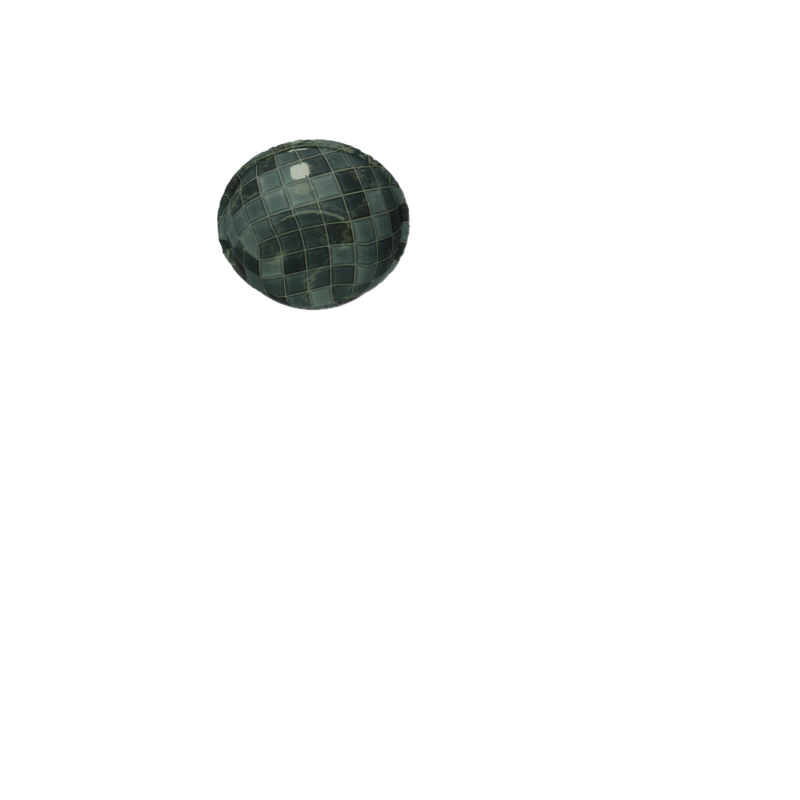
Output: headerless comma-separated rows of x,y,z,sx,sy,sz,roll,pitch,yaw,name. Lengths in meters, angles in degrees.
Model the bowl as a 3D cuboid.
-0.071,-0.129,0.905,0.162,0.152,0.059,1,33,-1,bowl
